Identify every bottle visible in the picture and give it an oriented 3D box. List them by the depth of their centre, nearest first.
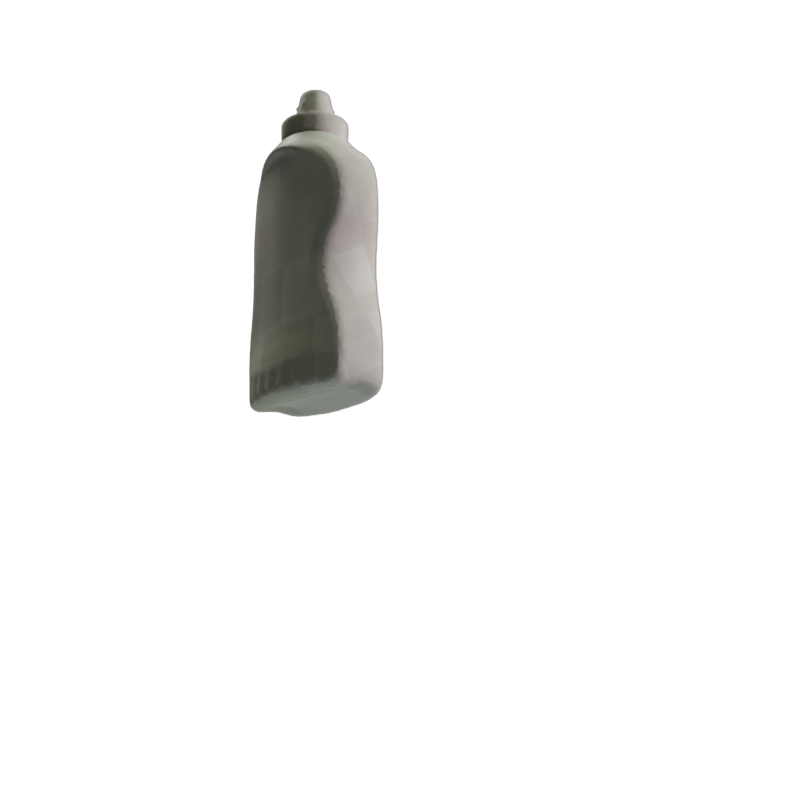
[{"bbox_3d":[-0.050,-0.092,0.647,0.056,0.200,0.096,11,-22,-32],"label":"bottle"}]
